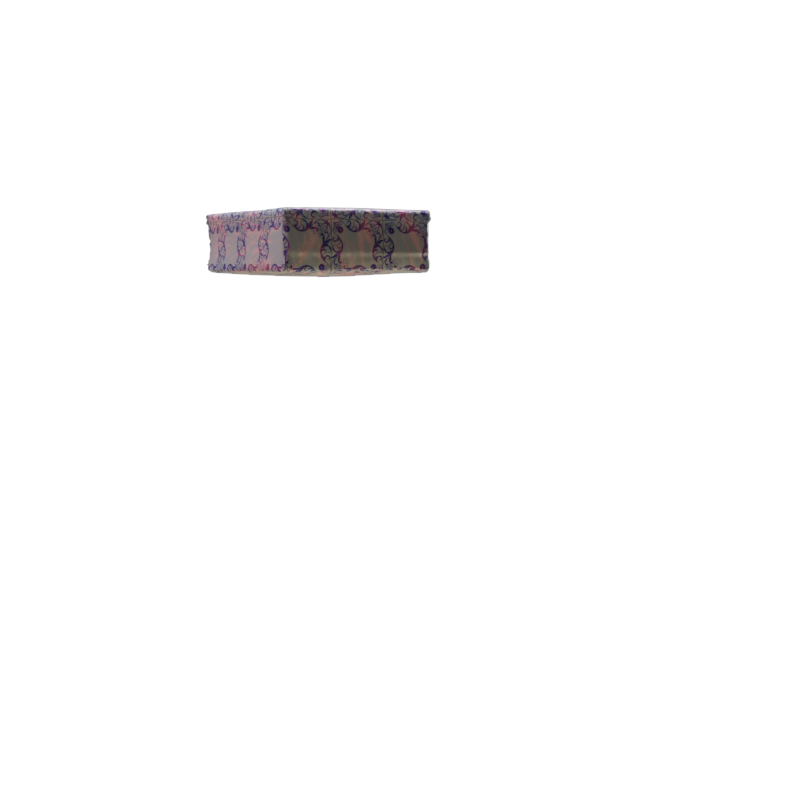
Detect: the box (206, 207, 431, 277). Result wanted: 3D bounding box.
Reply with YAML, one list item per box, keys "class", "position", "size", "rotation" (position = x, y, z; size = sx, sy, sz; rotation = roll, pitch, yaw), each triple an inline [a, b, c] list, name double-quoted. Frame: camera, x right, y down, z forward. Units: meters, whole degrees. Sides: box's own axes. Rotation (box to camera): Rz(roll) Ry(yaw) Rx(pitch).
- class: "box"
  position: [-0.049, -0.090, 0.631]
  size: [0.087, 0.039, 0.117]
  rotation: [-2, 5, -29]
